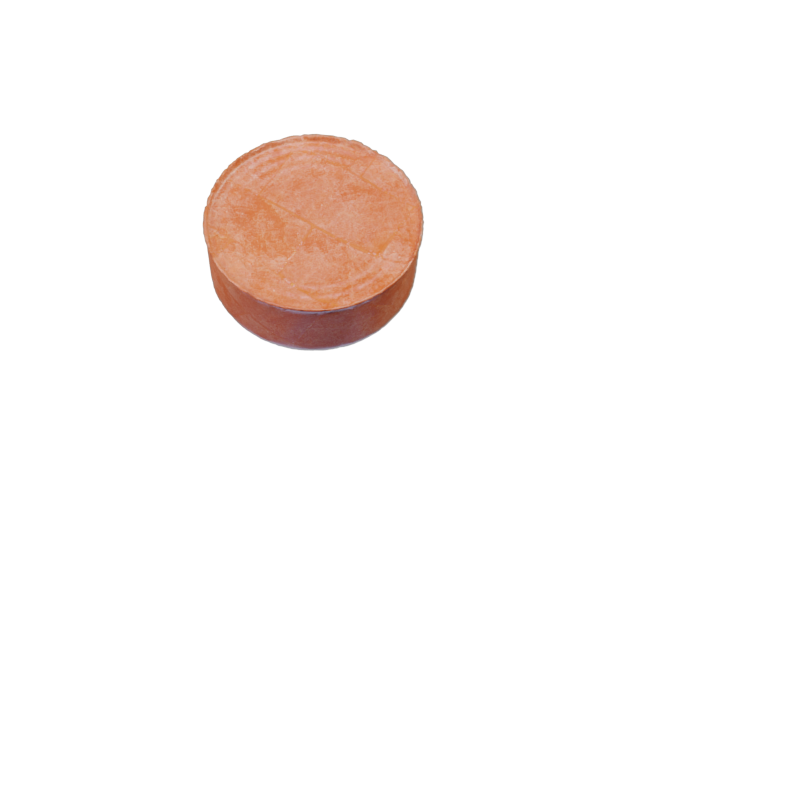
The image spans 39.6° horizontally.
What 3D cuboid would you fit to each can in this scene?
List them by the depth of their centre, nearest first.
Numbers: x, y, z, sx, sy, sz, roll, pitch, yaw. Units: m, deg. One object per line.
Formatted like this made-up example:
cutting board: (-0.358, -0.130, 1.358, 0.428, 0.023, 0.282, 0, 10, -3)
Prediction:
can: (-0.035, -0.063, 0.442, 0.086, 0.092, 0.031, -1, -33, -1)
